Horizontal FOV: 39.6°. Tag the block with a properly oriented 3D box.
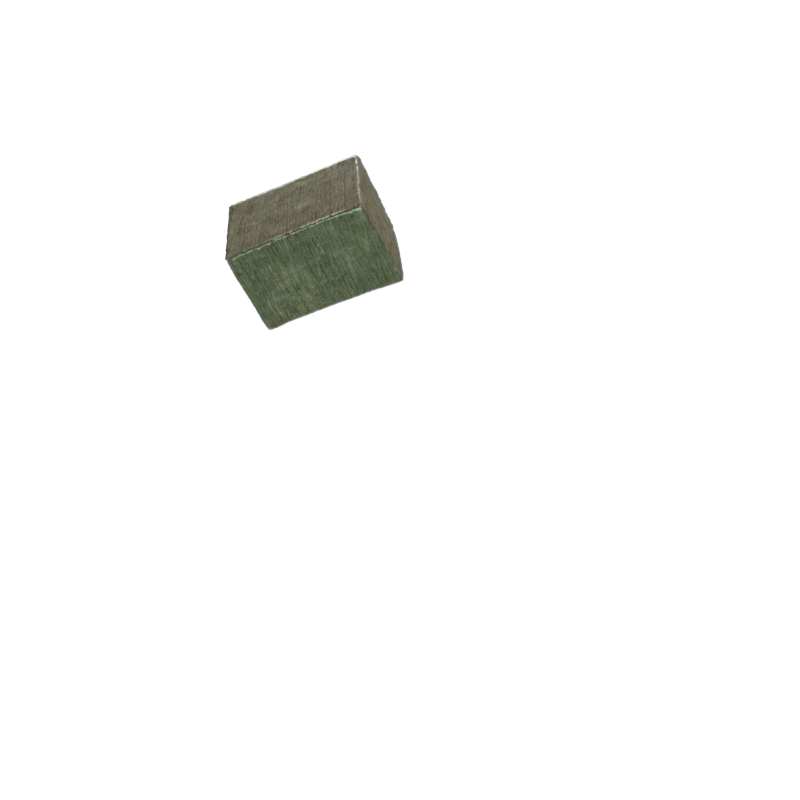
[{"bbox_3d":[-0.045,-0.082,0.574,0.078,0.049,0.055,-19,37,13],"label":"block"}]
